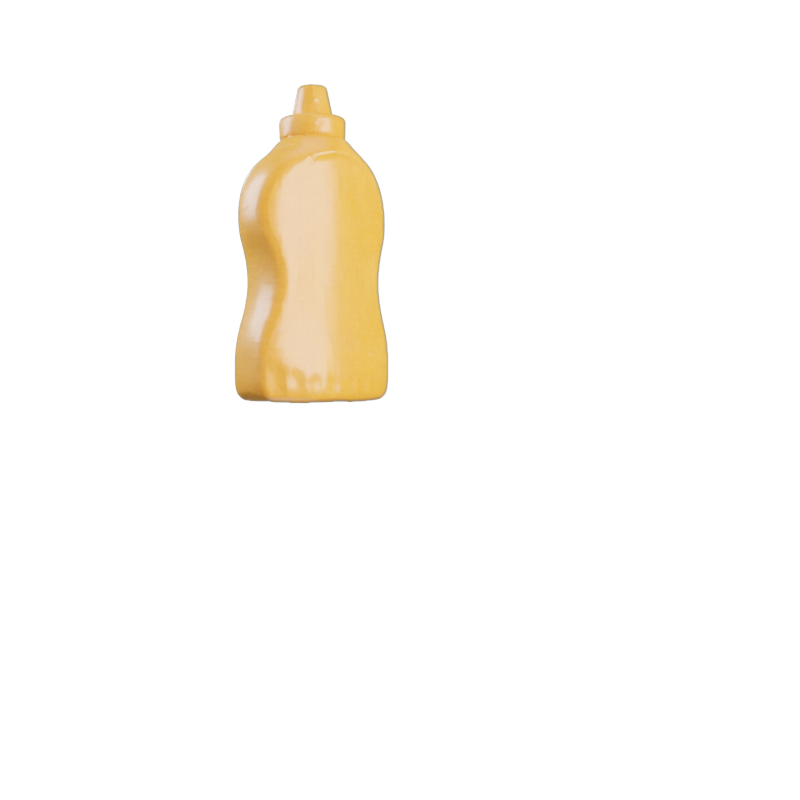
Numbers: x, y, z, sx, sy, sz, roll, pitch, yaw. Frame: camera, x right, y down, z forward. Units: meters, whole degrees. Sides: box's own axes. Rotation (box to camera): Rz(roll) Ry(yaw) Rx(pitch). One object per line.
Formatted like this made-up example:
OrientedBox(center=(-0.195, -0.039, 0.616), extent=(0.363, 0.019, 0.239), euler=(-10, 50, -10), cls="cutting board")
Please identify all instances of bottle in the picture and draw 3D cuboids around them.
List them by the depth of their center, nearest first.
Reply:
OrientedBox(center=(-0.053, -0.096, 0.672), extent=(0.092, 0.194, 0.060), euler=(3, -6, -36), cls="bottle")
